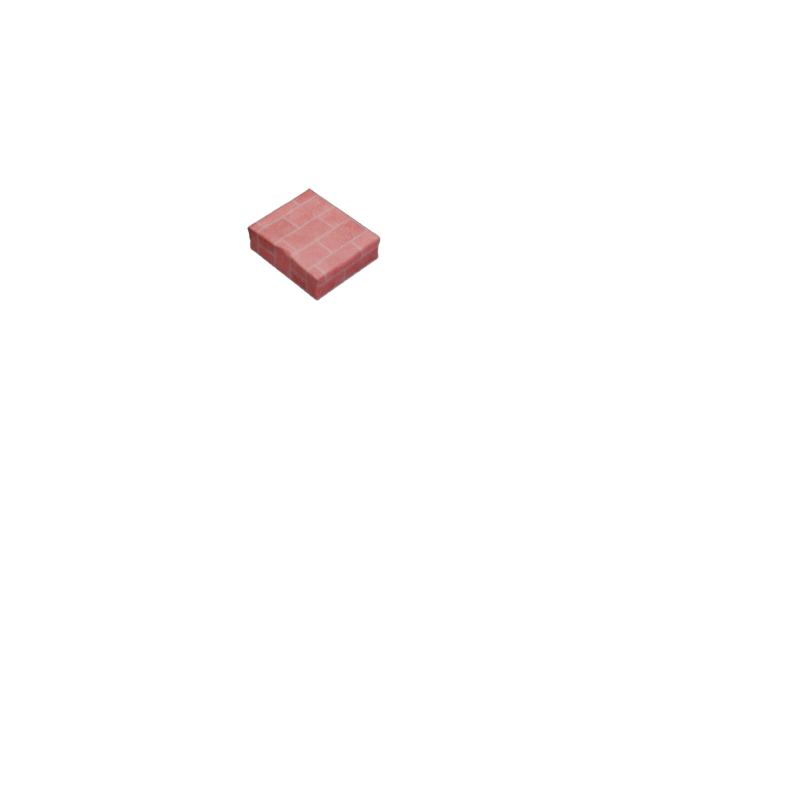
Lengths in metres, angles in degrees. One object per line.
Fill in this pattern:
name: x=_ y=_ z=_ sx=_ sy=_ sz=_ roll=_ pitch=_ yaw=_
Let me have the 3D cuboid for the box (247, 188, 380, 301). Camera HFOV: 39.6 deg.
box: x=-0.074 y=-0.134 z=0.940 sx=0.074 sy=0.028 sz=0.095 roll=-36 pitch=57 yaw=-28
